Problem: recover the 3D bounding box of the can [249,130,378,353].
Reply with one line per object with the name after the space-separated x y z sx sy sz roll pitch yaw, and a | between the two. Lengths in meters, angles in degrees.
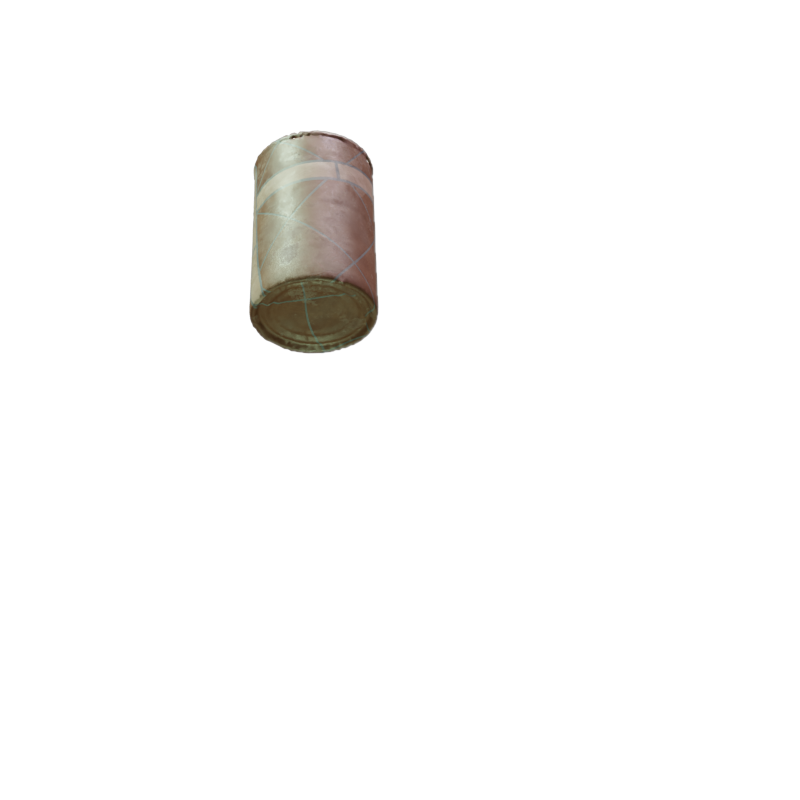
-0.047 -0.085 0.596 0.068 0.109 0.064 -1 -36 -3 | can
